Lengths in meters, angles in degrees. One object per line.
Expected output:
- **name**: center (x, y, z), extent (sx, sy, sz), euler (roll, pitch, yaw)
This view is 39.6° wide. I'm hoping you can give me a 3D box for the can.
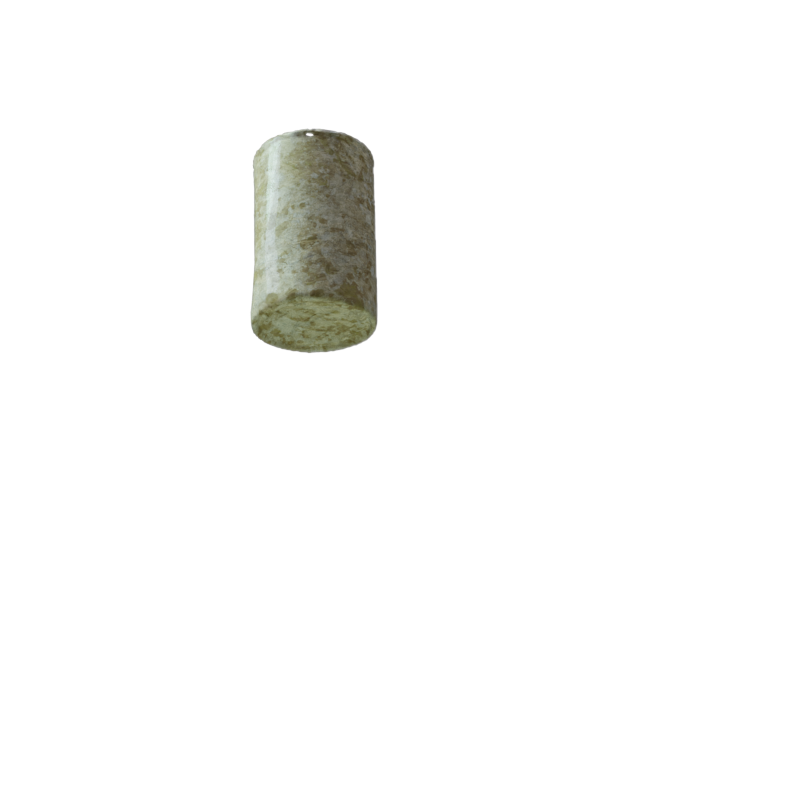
- **can**: center (-0.047, -0.085, 0.596), extent (0.068, 0.108, 0.065), euler (0, -26, -2)
